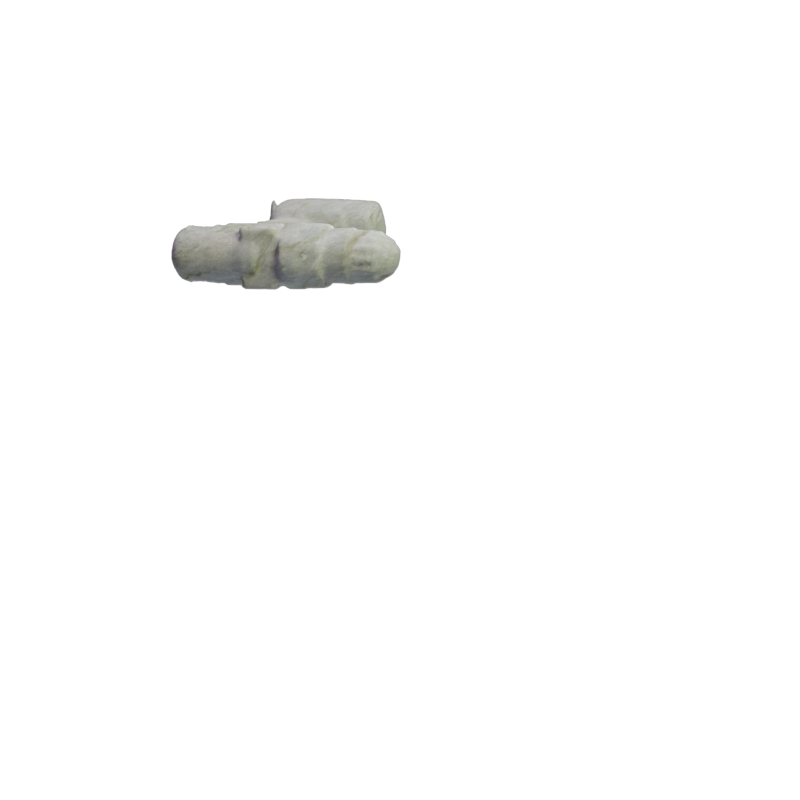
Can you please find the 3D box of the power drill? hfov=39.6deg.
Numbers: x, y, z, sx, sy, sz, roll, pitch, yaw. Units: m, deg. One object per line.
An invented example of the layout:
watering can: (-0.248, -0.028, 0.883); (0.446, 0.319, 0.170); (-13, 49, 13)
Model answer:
power drill: (-0.072, -0.131, 0.920); (0.189, 0.056, 0.188); (4, 15, 17)
